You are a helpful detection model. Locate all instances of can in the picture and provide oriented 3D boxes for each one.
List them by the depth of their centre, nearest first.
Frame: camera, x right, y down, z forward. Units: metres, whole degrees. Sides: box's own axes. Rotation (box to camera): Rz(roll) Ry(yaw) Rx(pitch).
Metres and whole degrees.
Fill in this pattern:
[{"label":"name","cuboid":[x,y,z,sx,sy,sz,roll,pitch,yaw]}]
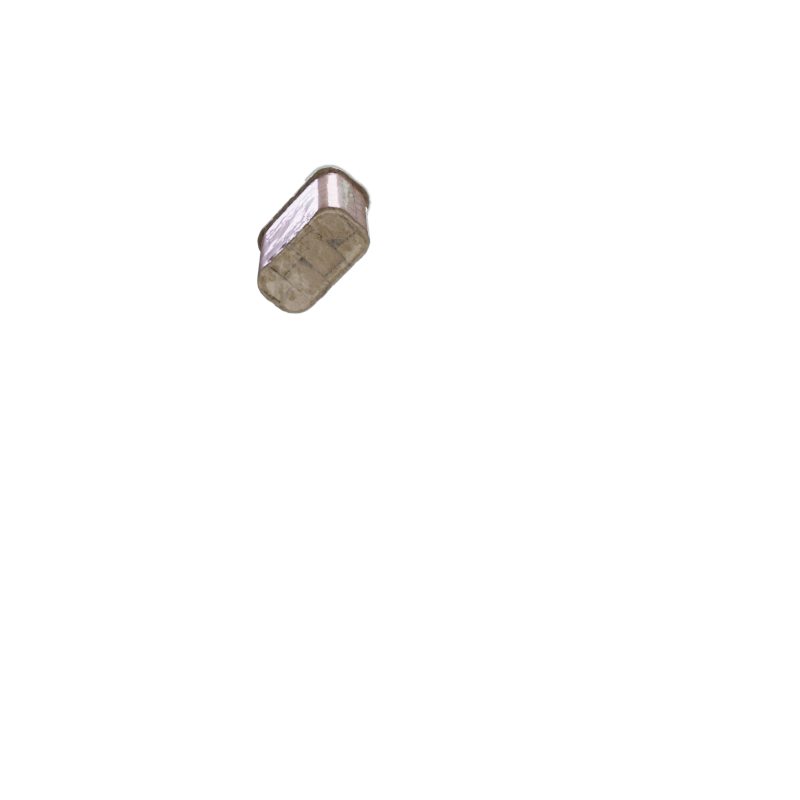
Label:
[{"label":"can","cuboid":[-0.070,-0.127,0.890,0.055,0.100,0.089,38,20,-21]}]
